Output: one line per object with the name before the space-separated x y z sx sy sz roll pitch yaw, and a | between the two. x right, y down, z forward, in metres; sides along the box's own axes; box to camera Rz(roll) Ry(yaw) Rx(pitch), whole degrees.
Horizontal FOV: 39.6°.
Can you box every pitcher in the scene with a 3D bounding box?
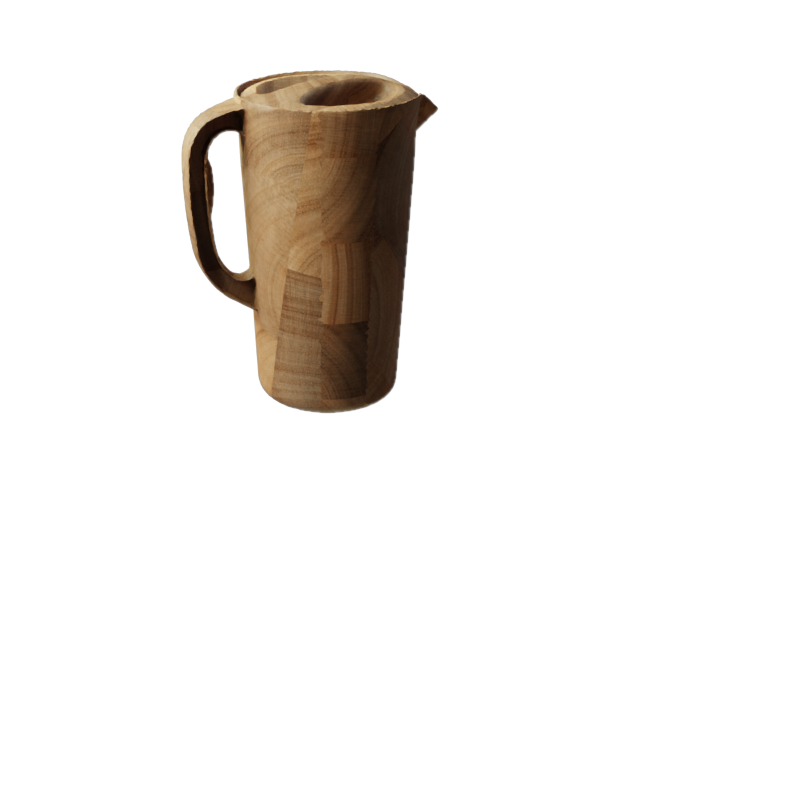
pitcher | -0.064 -0.117 0.822 0.155 0.232 0.147 11 24 22
